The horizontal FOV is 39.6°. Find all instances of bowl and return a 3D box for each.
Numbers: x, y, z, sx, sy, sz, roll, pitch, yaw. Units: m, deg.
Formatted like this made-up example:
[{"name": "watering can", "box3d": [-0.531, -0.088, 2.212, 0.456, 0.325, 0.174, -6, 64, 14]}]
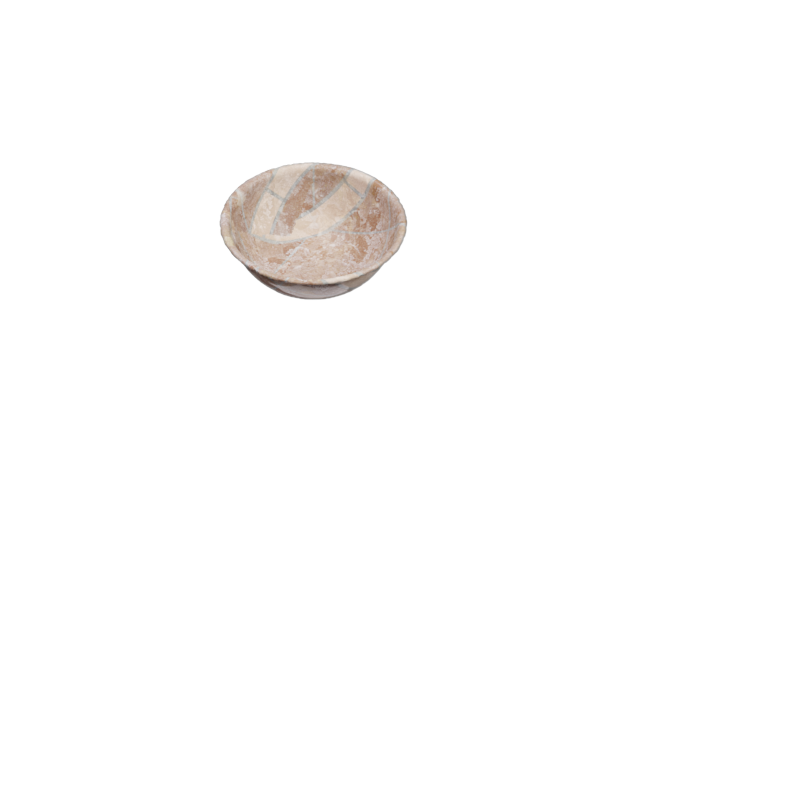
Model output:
[{"name": "bowl", "box3d": [-0.076, -0.139, 0.972, 0.162, 0.174, 0.051, -1, -45, -1]}]
